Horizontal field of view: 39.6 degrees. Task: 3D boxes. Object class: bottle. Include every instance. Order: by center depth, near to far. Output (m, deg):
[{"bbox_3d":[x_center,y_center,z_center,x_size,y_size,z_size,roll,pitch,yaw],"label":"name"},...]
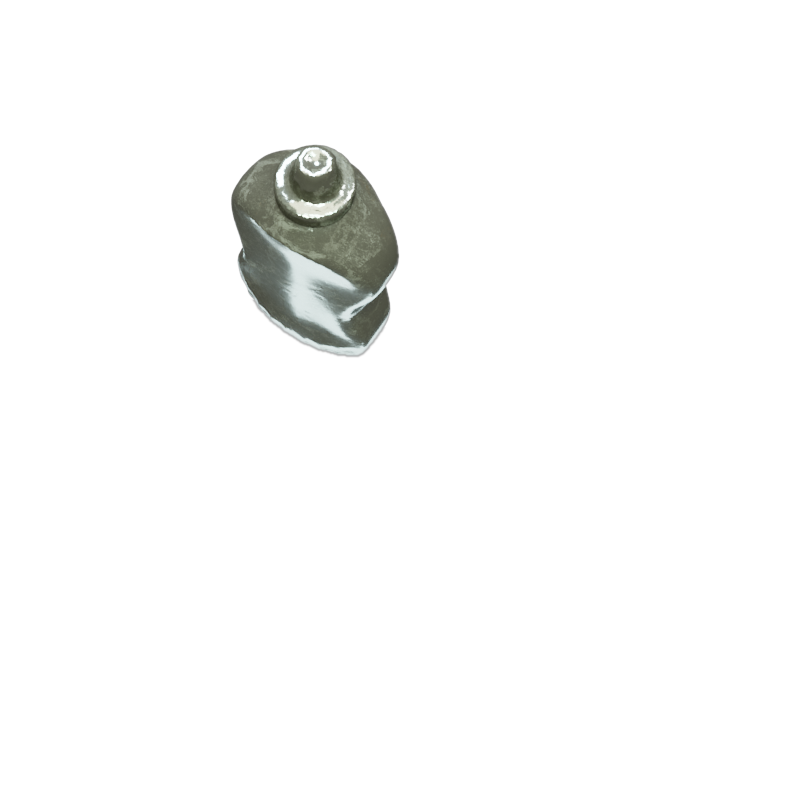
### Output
[{"bbox_3d":[-0.047,-0.087,0.608,0.099,0.059,0.184,37,-15,8],"label":"bottle"}]
